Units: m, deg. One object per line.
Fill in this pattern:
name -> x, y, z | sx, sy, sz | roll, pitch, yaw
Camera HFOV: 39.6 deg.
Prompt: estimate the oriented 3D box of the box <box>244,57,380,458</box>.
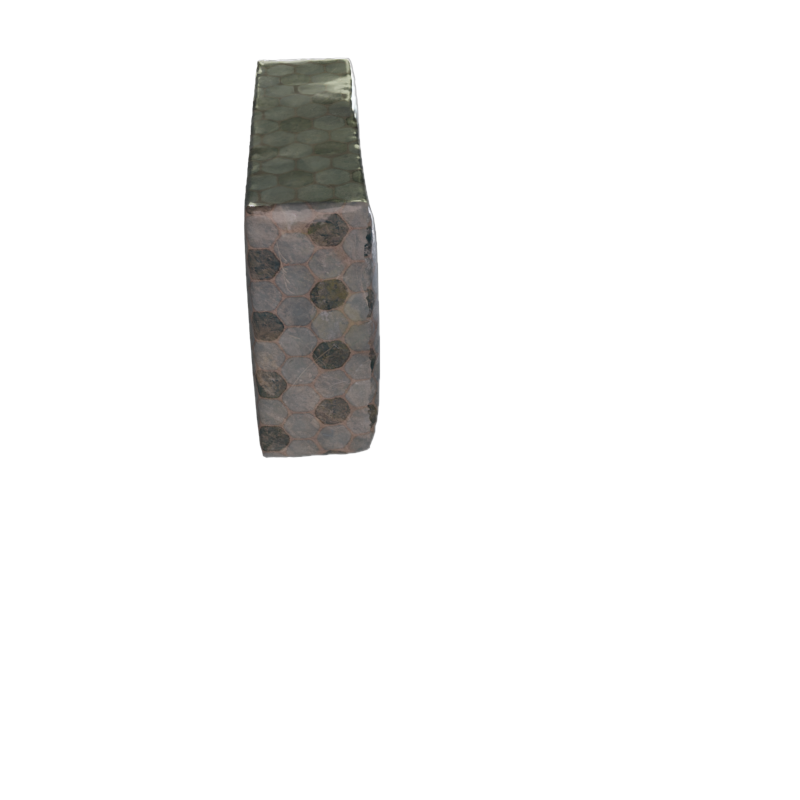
box -> -0.053, -0.097, 0.678 | 0.072, 0.154, 0.228 | -2, 34, -3
